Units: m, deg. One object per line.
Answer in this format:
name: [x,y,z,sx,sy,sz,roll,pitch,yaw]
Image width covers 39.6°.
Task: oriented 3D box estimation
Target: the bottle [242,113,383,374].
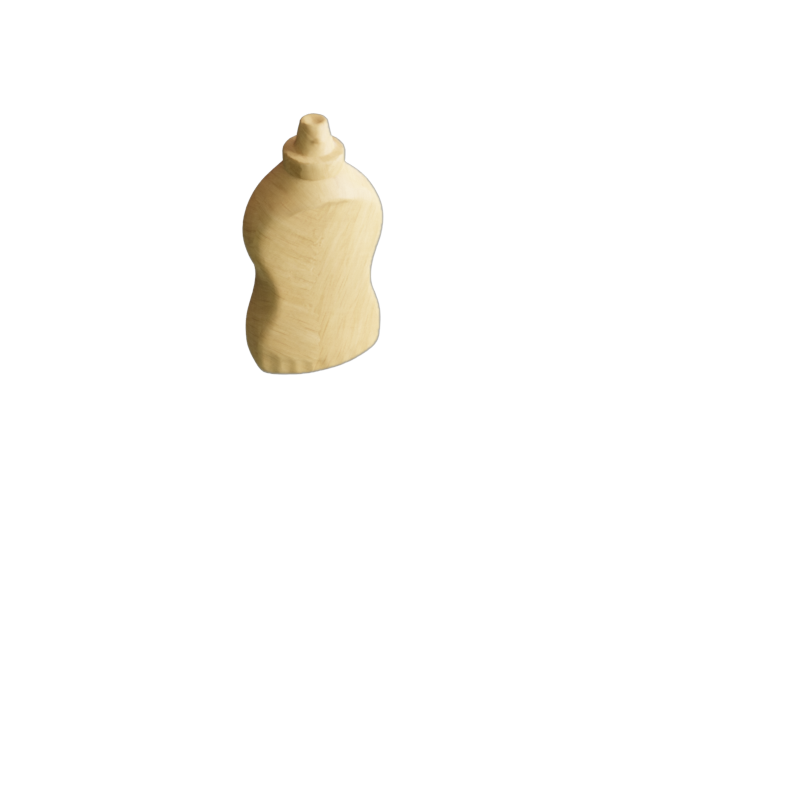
bottle: [-0.059,-0.108,0.757,0.095,0.179,0.063,-12,41,-18]
